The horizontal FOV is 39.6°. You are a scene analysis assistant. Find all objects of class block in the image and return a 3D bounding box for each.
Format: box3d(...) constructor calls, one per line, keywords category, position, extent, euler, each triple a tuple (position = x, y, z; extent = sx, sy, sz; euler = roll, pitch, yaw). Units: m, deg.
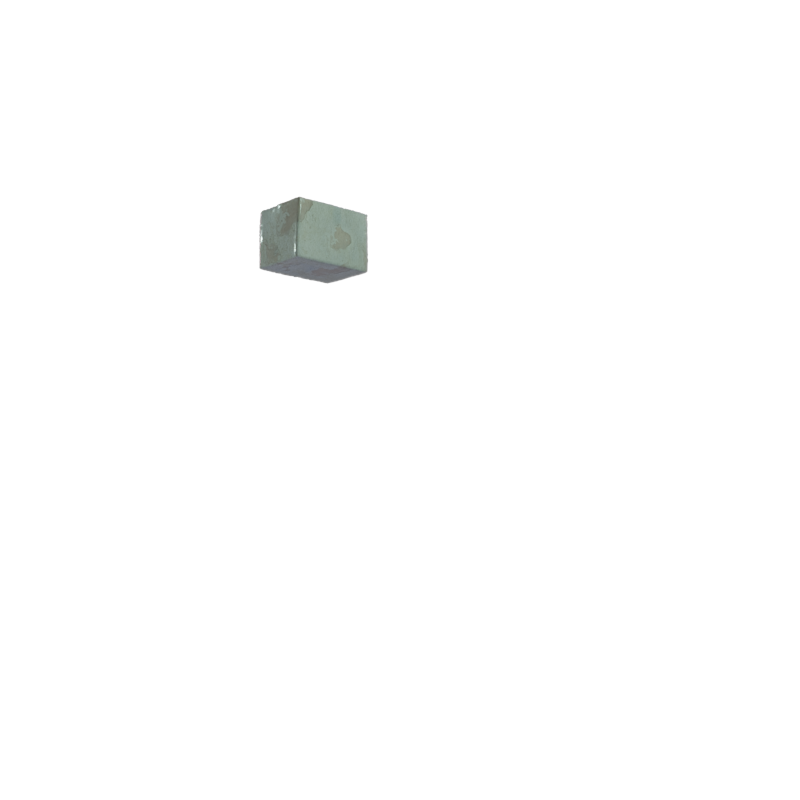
box3d(category="block", position=(-0.072, -0.132, 0.921), extent=(0.074, 0.053, 0.054), euler=(9, -16, -41))
